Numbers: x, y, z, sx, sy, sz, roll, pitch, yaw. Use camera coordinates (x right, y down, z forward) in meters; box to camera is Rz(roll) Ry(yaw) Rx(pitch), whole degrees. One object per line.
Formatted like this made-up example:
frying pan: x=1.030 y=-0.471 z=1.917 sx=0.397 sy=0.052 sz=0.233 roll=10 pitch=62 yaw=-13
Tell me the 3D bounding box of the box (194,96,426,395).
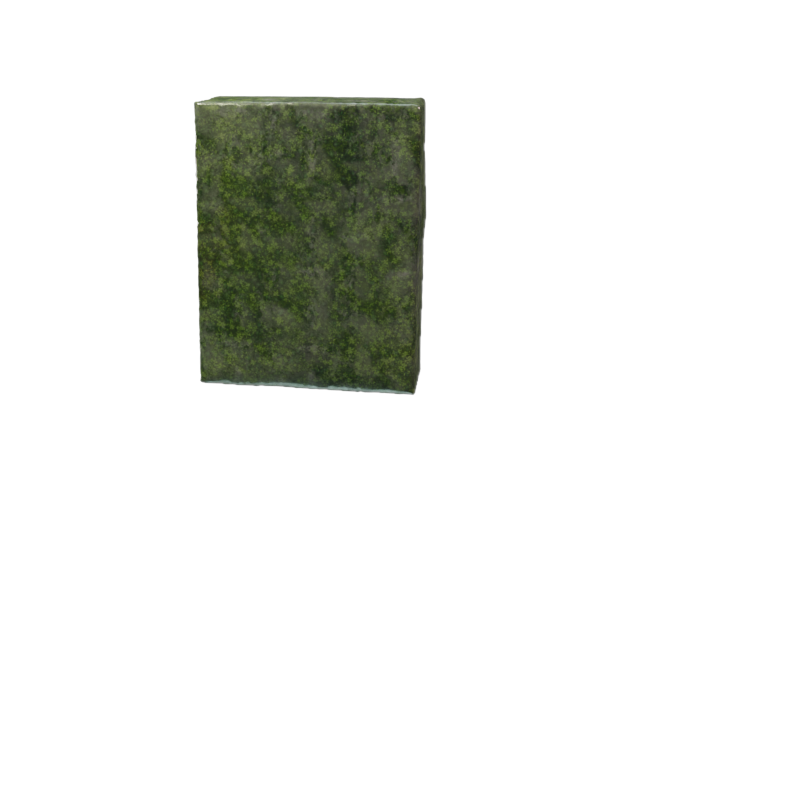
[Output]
box: x=-0.065 y=-0.118 z=0.828 sx=0.166 sy=0.207 sz=0.073 roll=3 pitch=13 yaw=8
